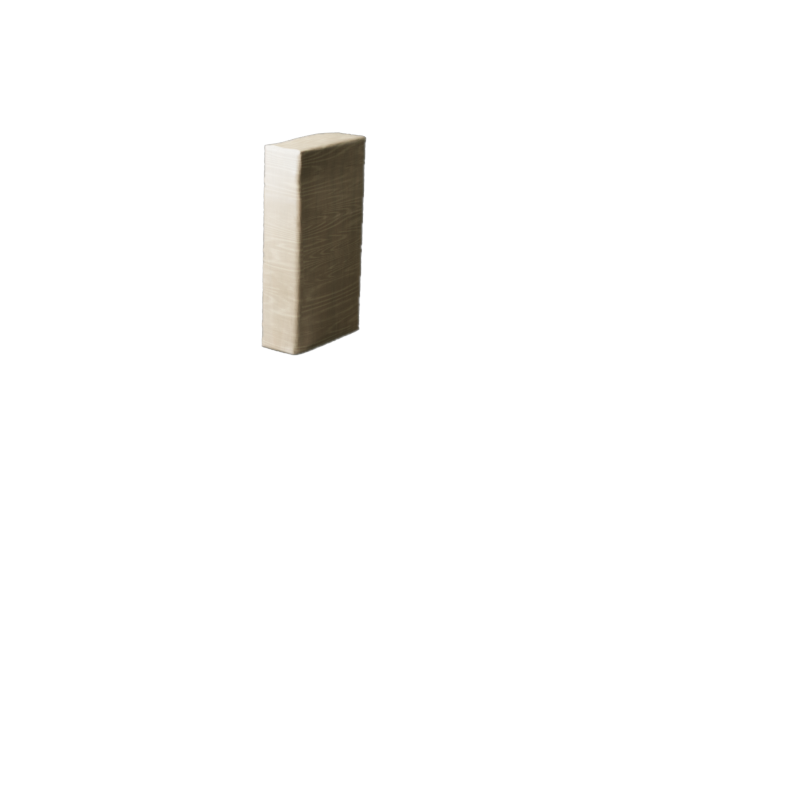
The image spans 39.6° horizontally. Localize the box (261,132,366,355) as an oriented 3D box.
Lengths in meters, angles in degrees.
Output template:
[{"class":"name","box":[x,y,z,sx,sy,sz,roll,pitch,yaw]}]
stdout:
[{"class":"box","box":[-0.074,-0.134,0.938,0.050,0.170,0.092,11,19,33]}]
